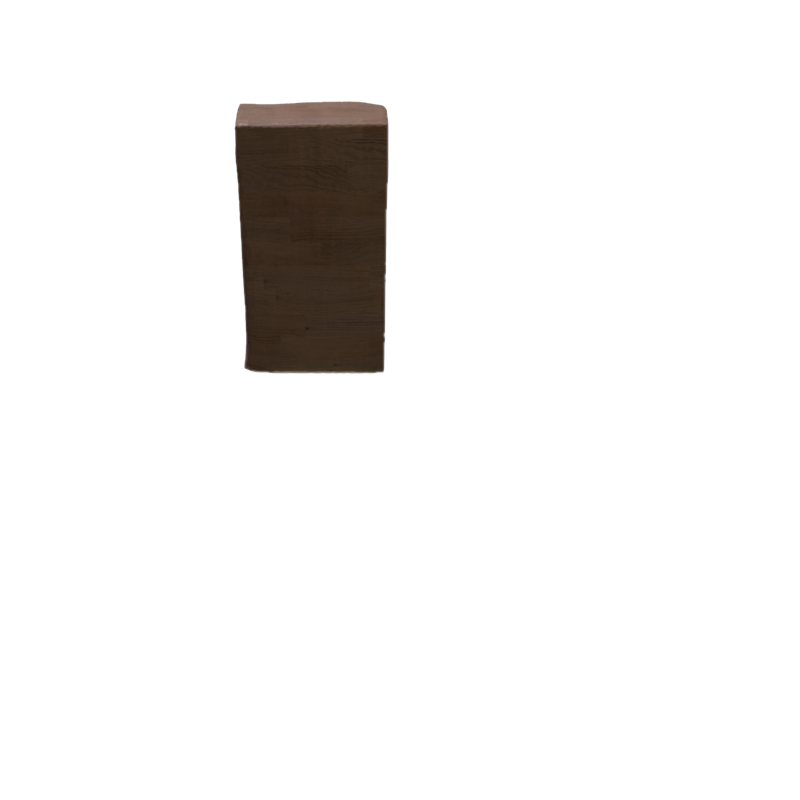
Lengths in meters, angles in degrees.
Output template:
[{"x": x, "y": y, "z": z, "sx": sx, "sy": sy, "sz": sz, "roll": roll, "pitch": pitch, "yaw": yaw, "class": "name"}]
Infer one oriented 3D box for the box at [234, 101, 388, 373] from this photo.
[{"x": -0.055, "y": -0.101, "z": 0.704, "sx": 0.093, "sy": 0.167, "sz": 0.051, "roll": 1, "pitch": 27, "yaw": -2, "class": "box"}]
